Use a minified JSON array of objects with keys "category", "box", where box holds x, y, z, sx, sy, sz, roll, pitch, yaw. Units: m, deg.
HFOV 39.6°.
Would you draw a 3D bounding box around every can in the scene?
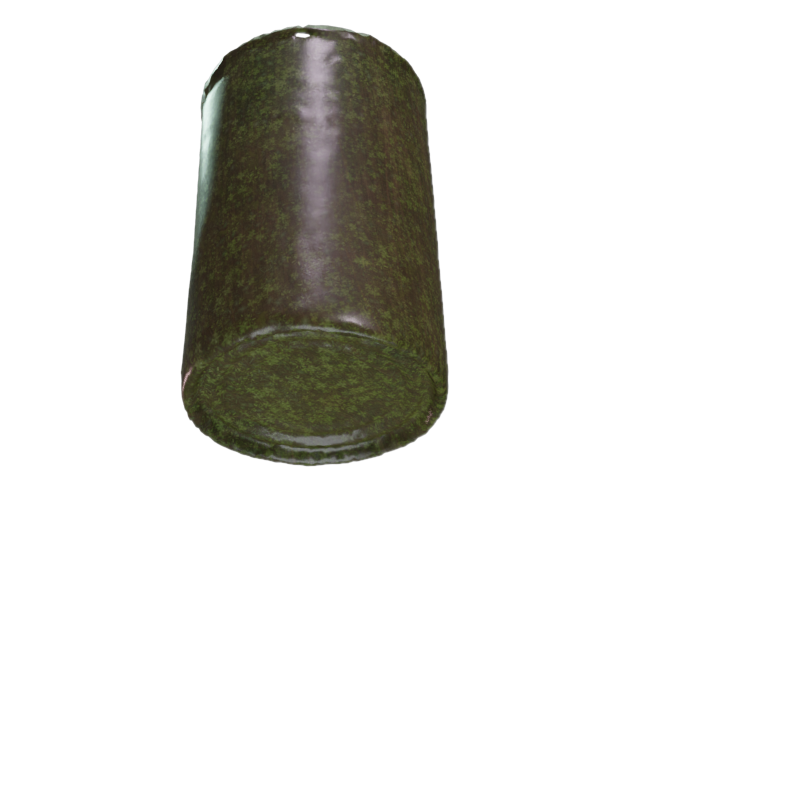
[{"category":"can","box":[-0.024,-0.043,0.302,0.068,0.109,0.064,-1,-36,-2]}]
